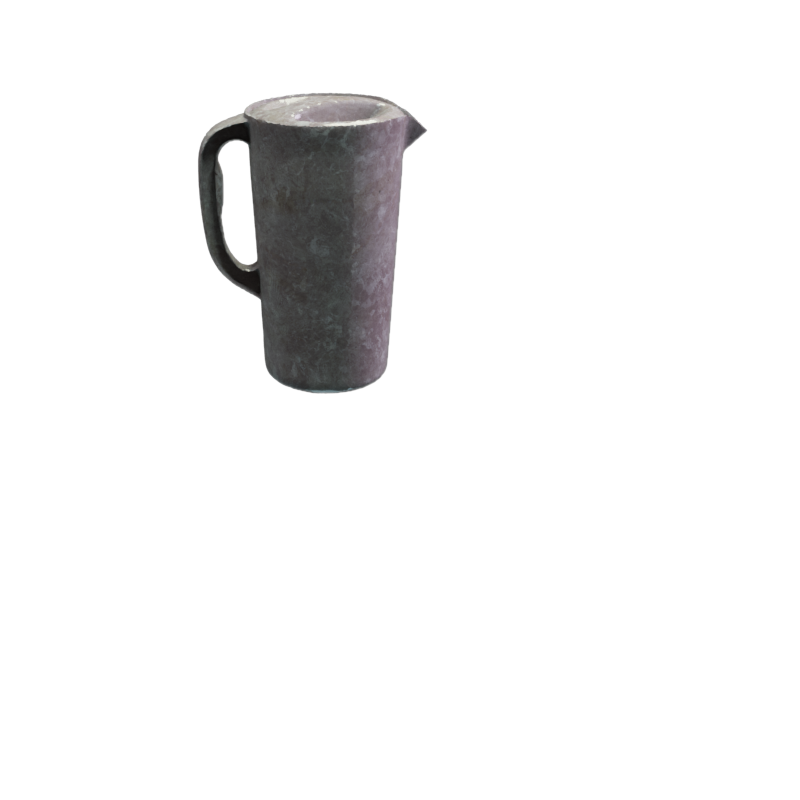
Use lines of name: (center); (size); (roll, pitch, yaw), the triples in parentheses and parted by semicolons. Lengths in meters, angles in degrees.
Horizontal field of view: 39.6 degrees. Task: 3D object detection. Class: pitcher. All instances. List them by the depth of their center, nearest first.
pitcher: (-0.073, -0.134, 0.938); (0.157, 0.232, 0.144); (15, 25, 32)
